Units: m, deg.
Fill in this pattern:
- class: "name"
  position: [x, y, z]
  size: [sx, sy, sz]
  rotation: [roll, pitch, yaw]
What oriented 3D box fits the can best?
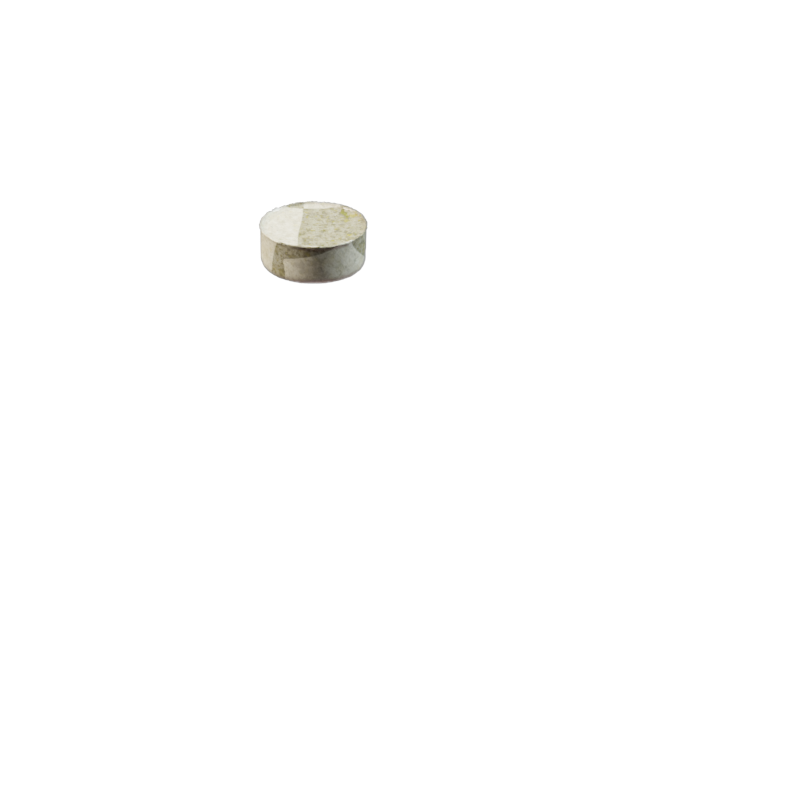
- class: "can"
  position: [-0.069, -0.126, 0.883]
  size: [0.086, 0.032, 0.091]
  rotation: [-1, 32, -2]
